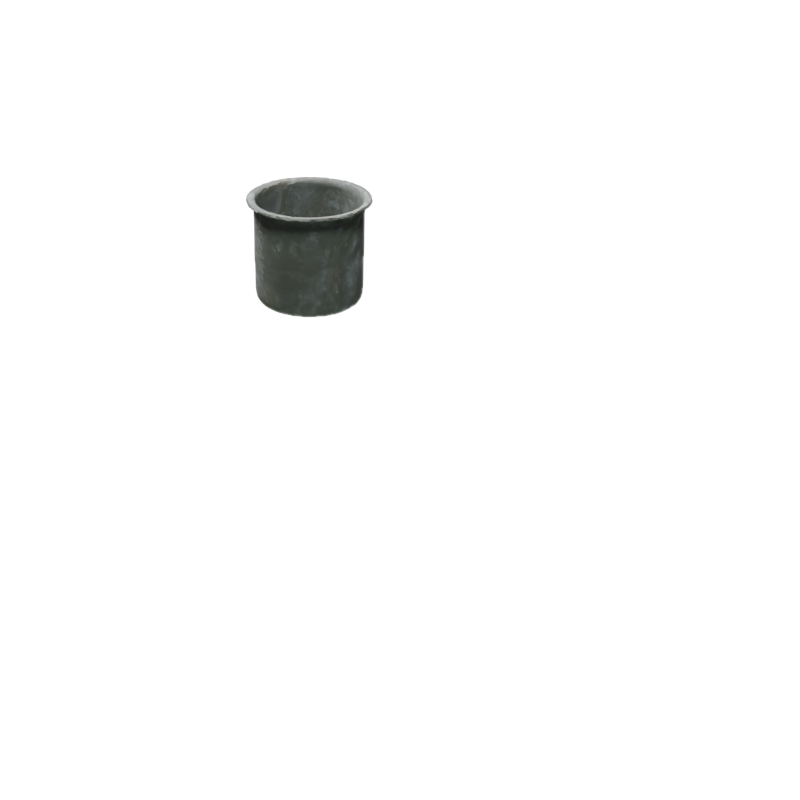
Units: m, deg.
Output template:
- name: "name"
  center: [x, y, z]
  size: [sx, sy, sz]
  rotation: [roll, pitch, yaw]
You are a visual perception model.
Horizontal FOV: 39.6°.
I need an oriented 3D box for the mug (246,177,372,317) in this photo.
- name: "mug"
  center: [-0.066, -0.120, 0.841]
  size: [0.095, 0.077, 0.121]
  rotation: [6, 28, 10]
